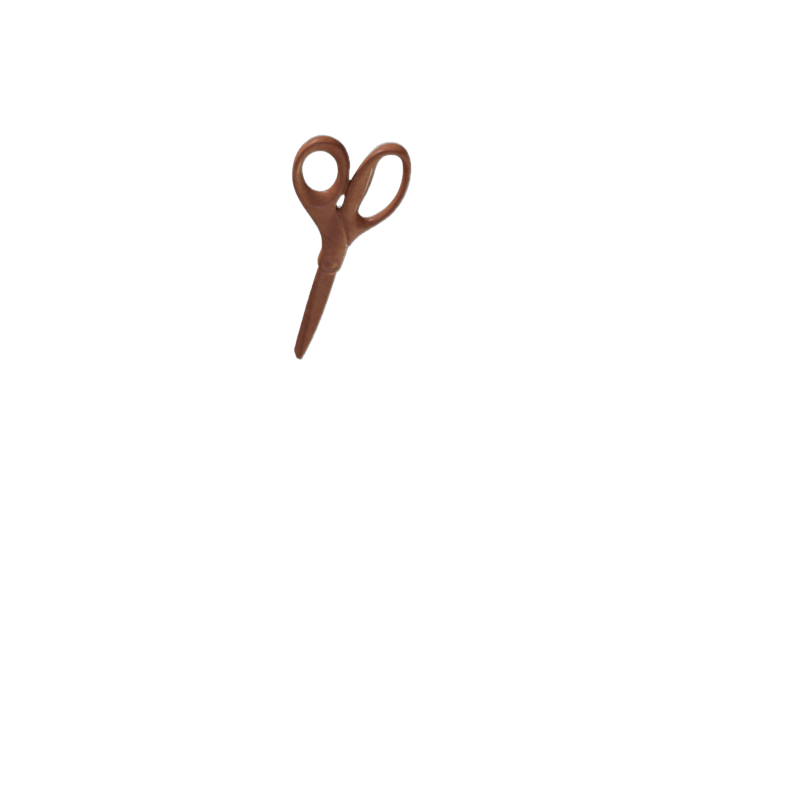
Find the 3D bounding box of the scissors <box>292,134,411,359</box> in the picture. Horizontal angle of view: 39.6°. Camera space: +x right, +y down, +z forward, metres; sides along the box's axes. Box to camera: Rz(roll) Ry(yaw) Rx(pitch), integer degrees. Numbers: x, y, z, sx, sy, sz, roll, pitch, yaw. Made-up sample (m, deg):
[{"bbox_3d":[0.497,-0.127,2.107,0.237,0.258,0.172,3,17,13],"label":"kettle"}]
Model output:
[{"bbox_3d":[-0.066,-0.121,0.849,0.093,0.196,0.017,29,27,-17],"label":"scissors"}]
